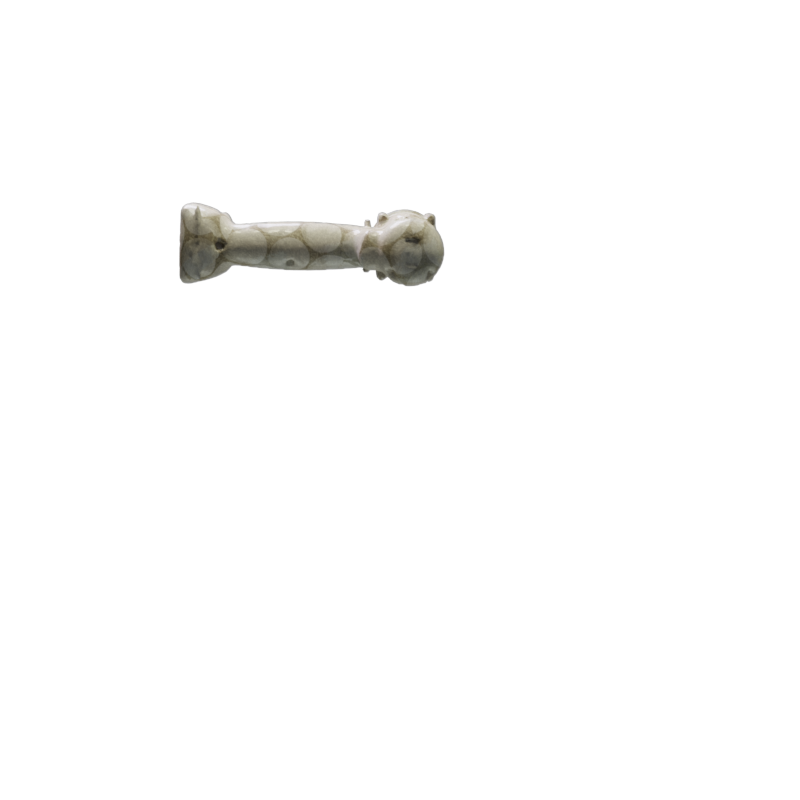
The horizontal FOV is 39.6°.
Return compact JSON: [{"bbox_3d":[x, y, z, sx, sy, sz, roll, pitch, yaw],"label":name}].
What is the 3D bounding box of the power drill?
[{"bbox_3d":[-0.064,-0.117,0.821,0.187,0.057,0.187,0,9,-1],"label":"power drill"}]
